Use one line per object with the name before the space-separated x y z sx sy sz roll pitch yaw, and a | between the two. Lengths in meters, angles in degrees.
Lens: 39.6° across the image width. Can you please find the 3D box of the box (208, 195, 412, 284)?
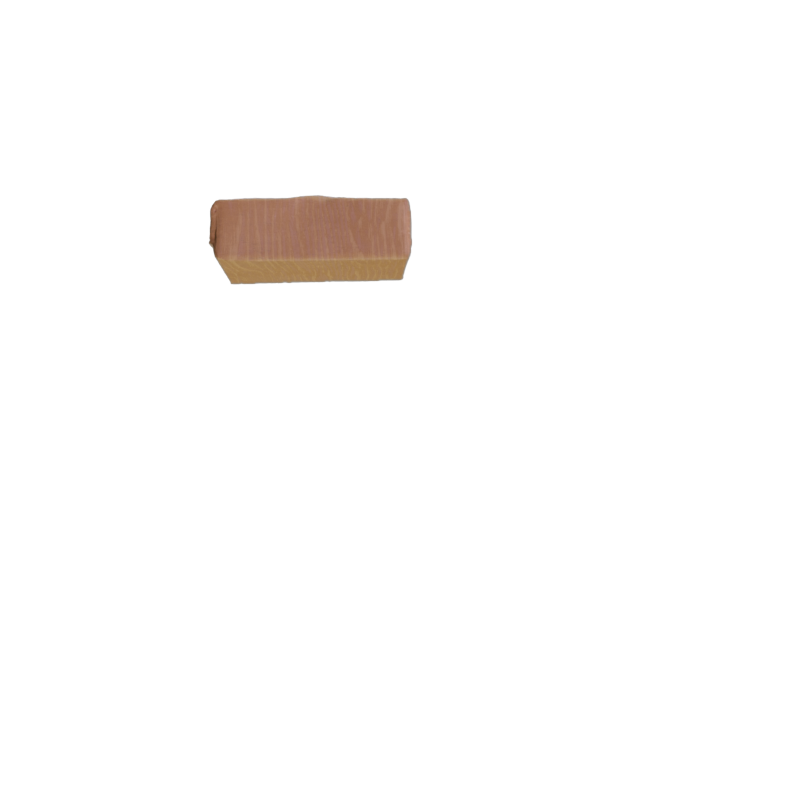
box | -0.041 -0.074 0.519 0.089 0.031 0.072 0 -4 1
